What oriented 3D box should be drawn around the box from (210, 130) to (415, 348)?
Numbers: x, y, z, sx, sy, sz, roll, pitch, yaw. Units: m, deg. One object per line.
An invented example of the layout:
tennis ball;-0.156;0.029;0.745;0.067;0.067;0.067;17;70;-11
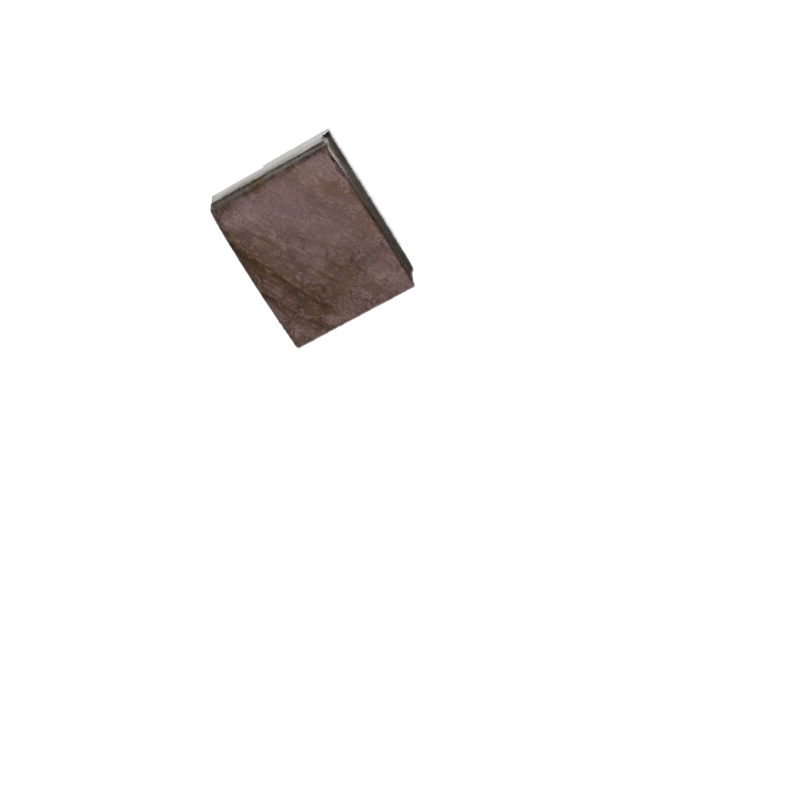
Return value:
box;-0.056;-0.101;0.710;0.090;0.108;0.041;-28;21;11
